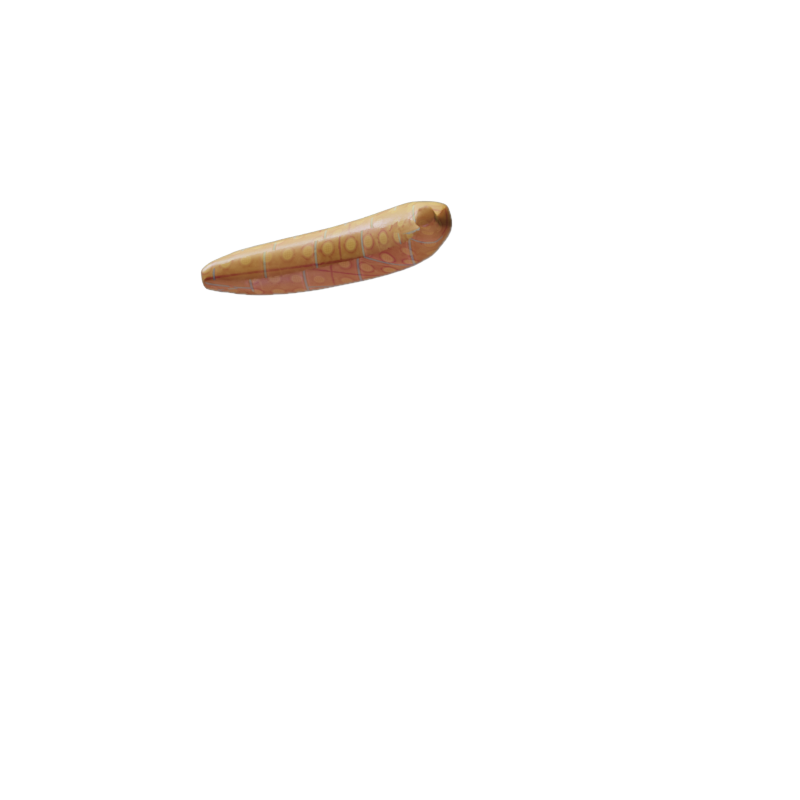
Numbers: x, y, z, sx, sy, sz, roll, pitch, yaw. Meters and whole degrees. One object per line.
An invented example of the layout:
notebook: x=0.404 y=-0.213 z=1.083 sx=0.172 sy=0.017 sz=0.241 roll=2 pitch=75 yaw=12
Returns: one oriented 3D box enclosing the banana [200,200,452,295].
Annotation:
banana: x=-0.038 y=-0.094 z=0.684 sx=0.202 sy=0.038 sz=0.066 roll=-10 pitch=-16 yaw=42
